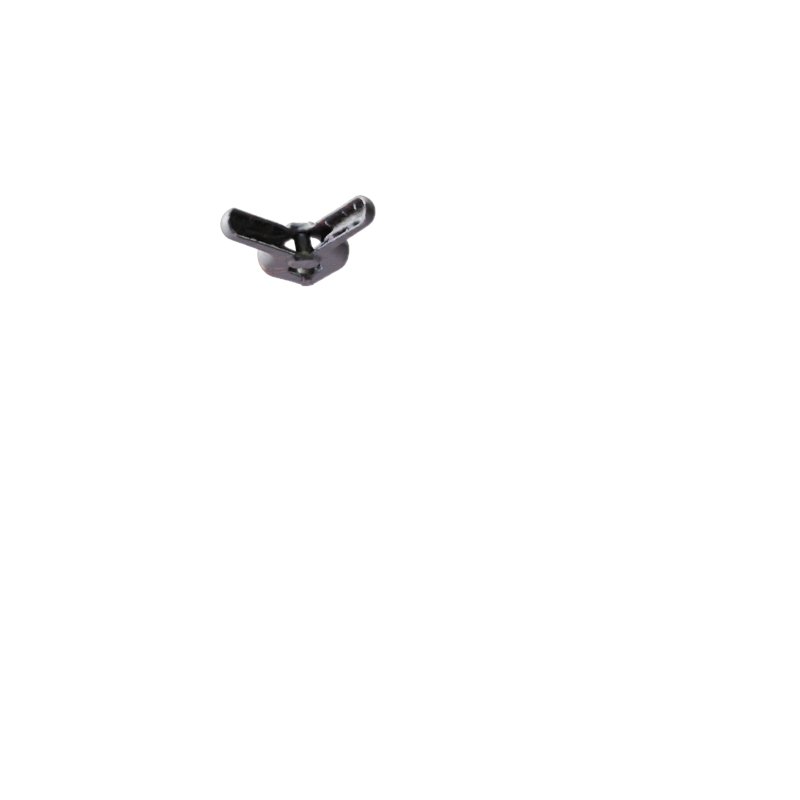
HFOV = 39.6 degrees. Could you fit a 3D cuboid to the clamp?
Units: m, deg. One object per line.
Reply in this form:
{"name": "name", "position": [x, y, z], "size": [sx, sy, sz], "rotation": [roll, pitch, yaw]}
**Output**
{"name": "clamp", "position": [-0.073, -0.132, 0.927], "size": [0.121, 0.040, 0.165], "rotation": [-1, -7, 8]}
